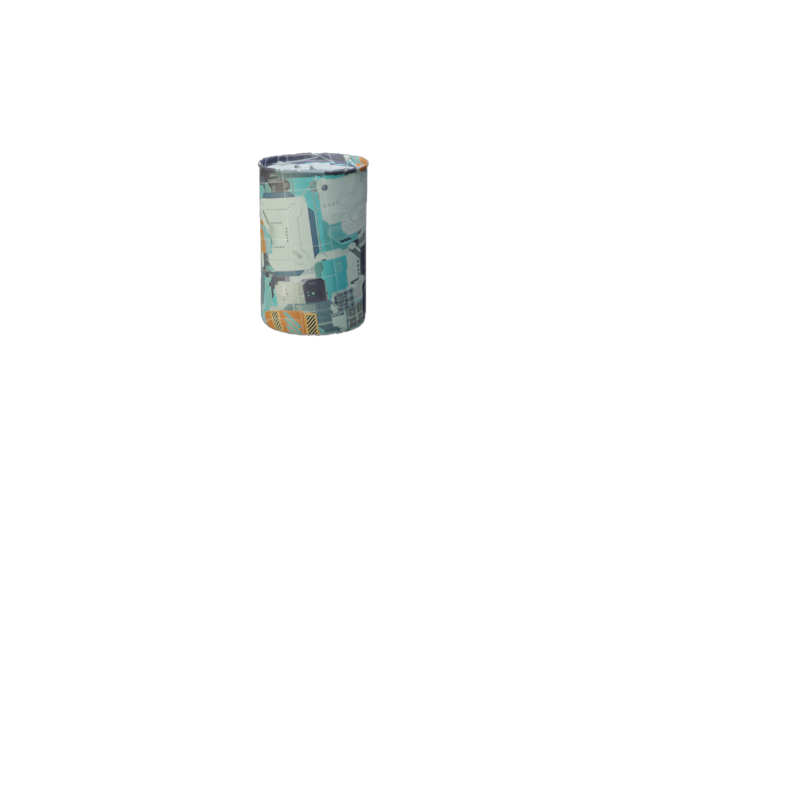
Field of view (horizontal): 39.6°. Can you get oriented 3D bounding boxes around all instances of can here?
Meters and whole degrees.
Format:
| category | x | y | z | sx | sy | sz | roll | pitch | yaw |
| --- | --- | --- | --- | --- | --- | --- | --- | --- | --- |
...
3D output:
| category | x | y | z | sx | sy | sz | roll | pitch | yaw |
| --- | --- | --- | --- | --- | --- | --- | --- | --- | --- |
| can | -0.054 | -0.098 | 0.689 | 0.068 | 0.099 | 0.071 | 0 | 16 | -2 |
